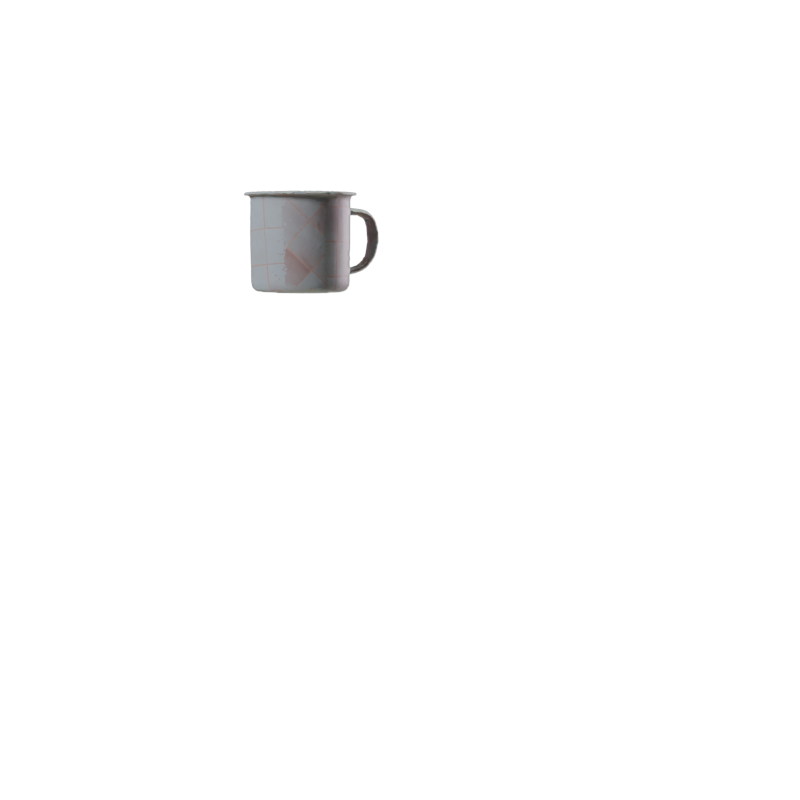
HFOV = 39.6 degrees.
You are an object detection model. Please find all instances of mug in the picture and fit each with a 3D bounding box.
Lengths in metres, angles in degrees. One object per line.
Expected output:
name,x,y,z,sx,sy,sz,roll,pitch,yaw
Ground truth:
mug,-0.072,-0.131,0.919,0.114,0.081,0.097,-3,6,-28
